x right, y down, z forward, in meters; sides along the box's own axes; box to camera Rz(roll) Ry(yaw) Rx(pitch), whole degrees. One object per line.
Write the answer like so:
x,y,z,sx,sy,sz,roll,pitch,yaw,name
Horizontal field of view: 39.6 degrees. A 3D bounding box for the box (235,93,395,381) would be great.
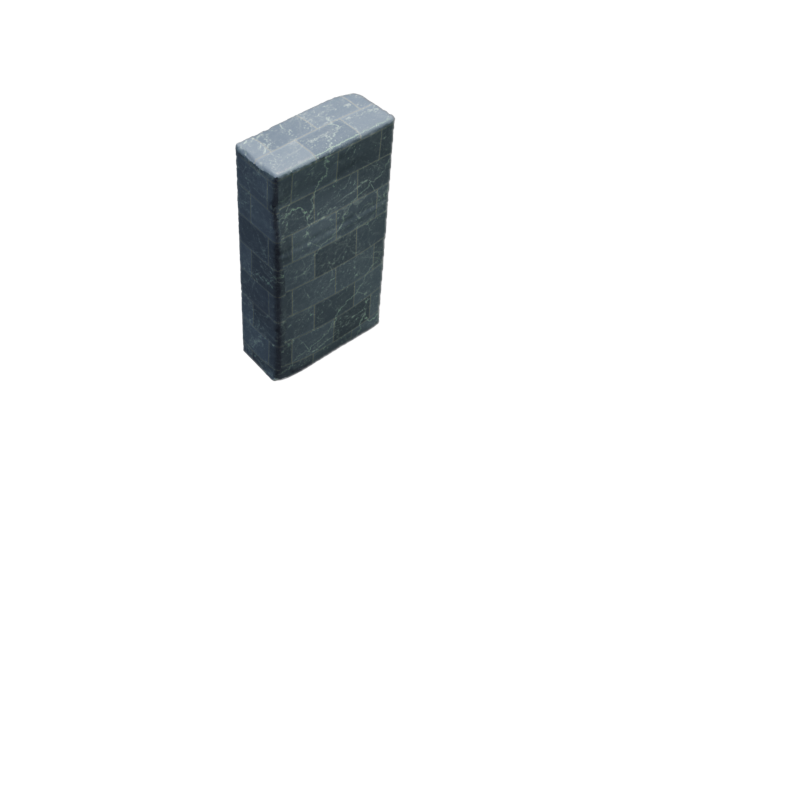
-0.055,-0.100,0.697,0.093,0.164,0.051,-31,53,-31,box
